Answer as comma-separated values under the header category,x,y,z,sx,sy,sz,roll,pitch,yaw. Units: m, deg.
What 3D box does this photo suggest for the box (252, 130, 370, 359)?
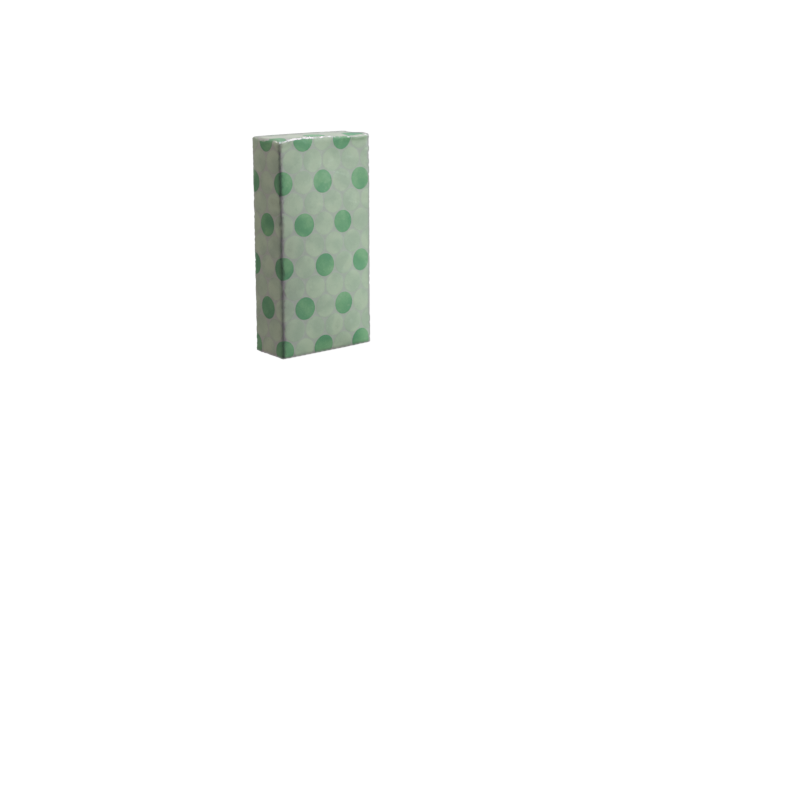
category,x,y,z,sx,sy,sz,roll,pitch,yaw
box,-0.071,-0.129,0.905,0.091,0.171,0.051,-10,17,-38
